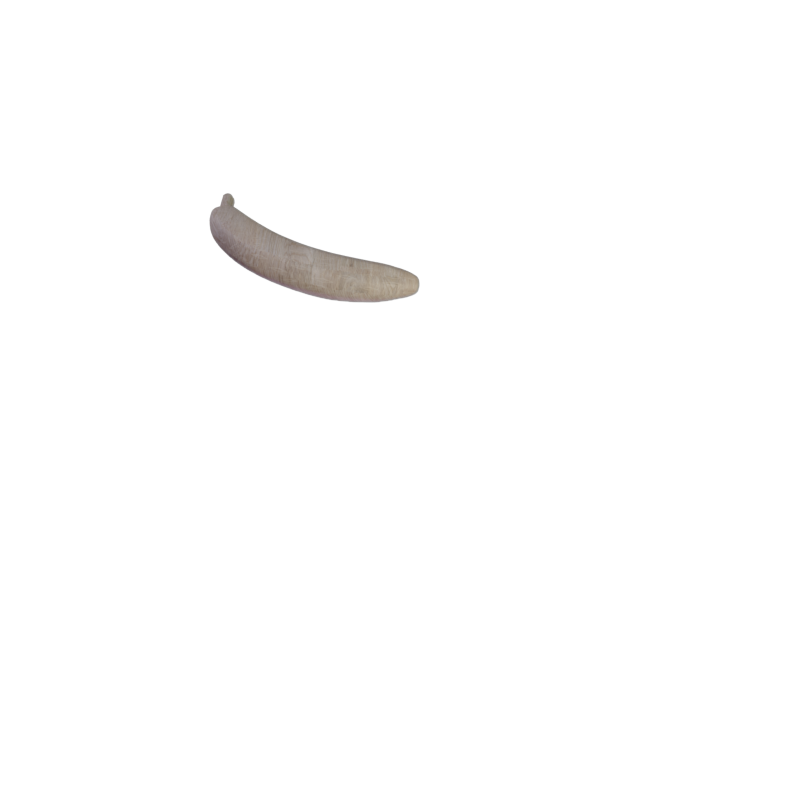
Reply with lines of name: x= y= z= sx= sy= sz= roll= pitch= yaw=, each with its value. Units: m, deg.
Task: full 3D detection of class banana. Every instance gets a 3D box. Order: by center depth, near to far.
banana: x=-0.083 y=-0.117 z=0.882 sx=0.208 sy=0.034 sz=0.071 roll=28 pitch=52 yaw=23
